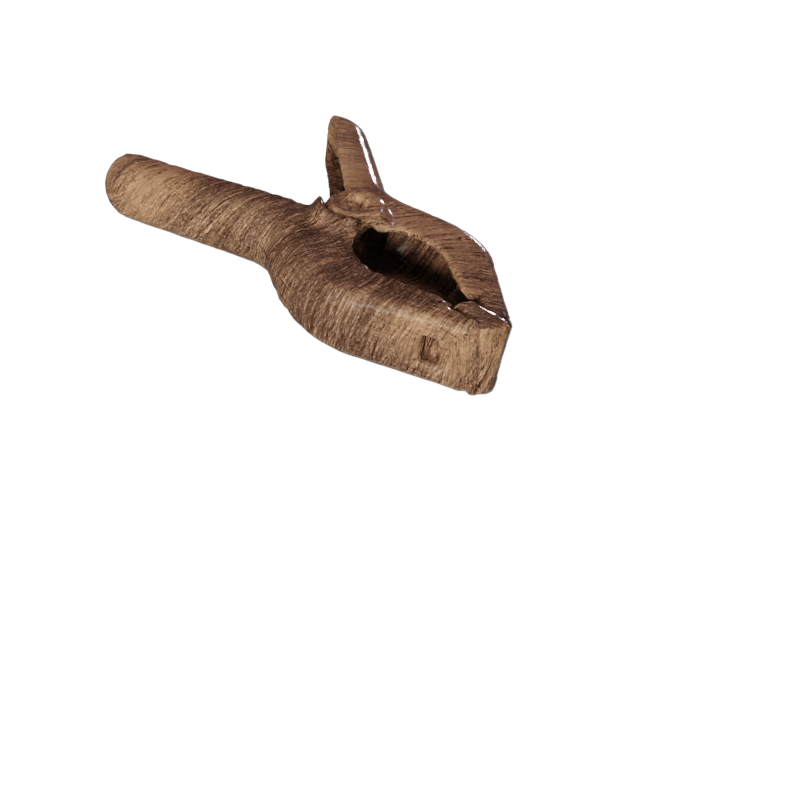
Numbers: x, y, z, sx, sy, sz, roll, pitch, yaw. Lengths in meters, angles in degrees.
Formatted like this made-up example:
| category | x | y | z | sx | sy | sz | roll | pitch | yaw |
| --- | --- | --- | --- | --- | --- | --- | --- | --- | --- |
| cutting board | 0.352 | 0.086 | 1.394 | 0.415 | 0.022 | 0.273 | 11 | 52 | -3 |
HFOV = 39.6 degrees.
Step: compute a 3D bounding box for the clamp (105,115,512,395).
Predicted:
| category | x | y | z | sx | sy | sz | roll | pitch | yaw |
| --- | --- | --- | --- | --- | --- | --- | --- | --- | --- |
| clamp | -0.032 | -0.058 | 0.410 | 0.118 | 0.037 | 0.185 | -17 | 40 | -23 |
